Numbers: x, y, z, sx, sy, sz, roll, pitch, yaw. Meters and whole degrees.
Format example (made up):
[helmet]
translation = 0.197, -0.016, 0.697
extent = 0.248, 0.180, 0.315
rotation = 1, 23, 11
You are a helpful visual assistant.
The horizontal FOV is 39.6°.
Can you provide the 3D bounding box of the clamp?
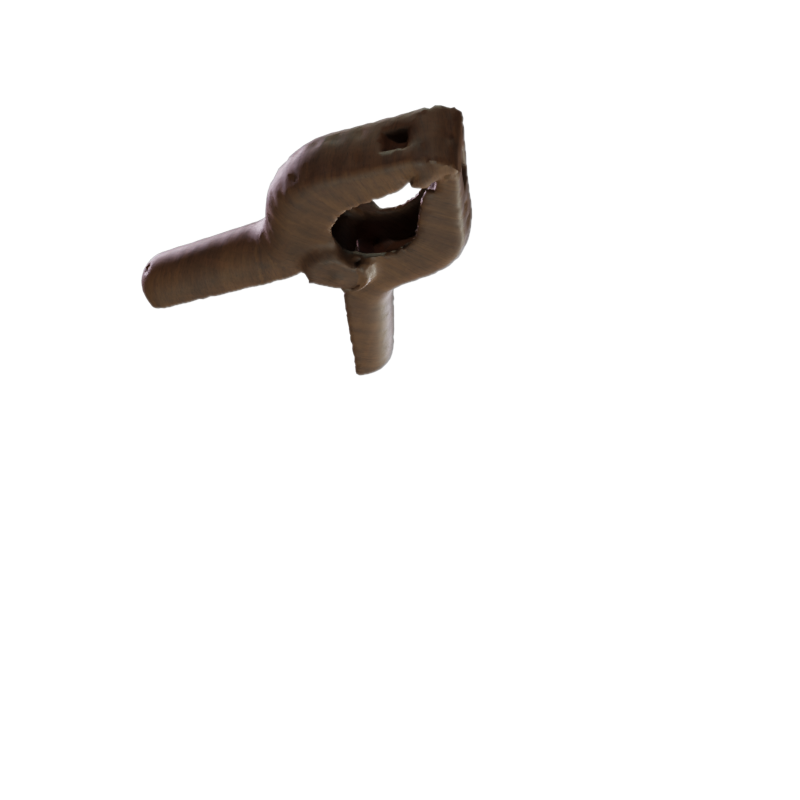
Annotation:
[clamp]
translation = -0.035, -0.064, 0.448
extent = 0.117, 0.042, 0.165
rotation = 10, -30, -18
